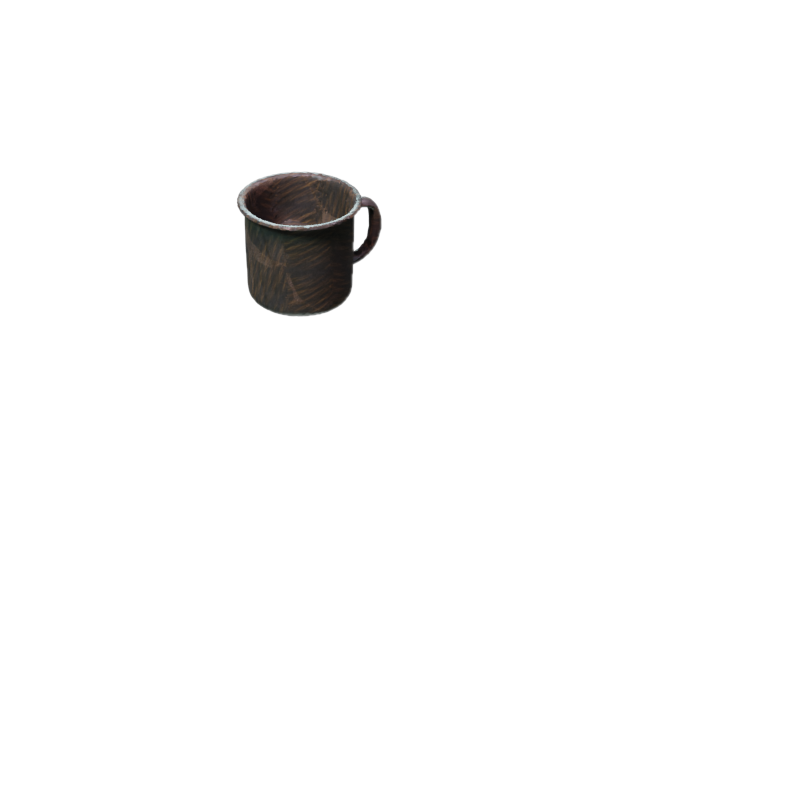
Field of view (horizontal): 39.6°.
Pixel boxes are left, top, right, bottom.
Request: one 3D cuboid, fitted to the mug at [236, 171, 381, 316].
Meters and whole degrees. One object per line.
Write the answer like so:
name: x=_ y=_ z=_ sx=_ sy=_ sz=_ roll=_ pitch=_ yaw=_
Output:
mug: x=-0.066 y=-0.121 z=0.848 sx=0.116 sy=0.076 sz=0.100 roll=-20 pitch=39 yaw=-27
